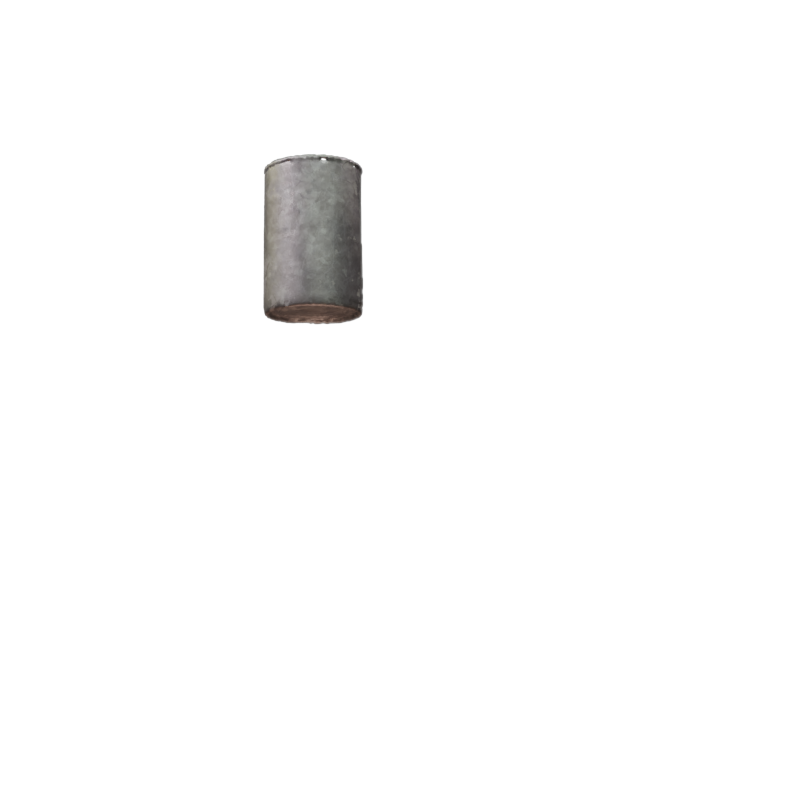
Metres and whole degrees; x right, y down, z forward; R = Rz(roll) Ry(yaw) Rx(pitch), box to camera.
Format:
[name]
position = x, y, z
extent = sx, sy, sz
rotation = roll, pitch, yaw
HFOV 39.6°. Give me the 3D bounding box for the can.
[can]
position = -0.059, -0.107, 0.750
extent = 0.068, 0.106, 0.066
rotation = 0, -13, -2
